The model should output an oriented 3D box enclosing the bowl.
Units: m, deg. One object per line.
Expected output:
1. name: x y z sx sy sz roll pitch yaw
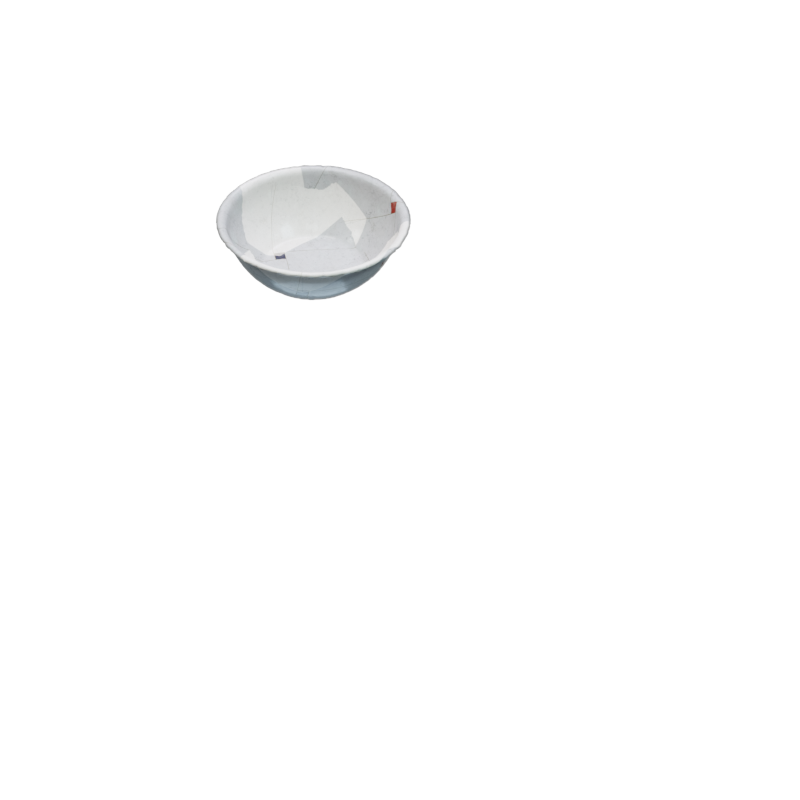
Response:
1. bowl: -0.073 -0.134 0.938 0.162 0.051 0.174 -1 41 -2
